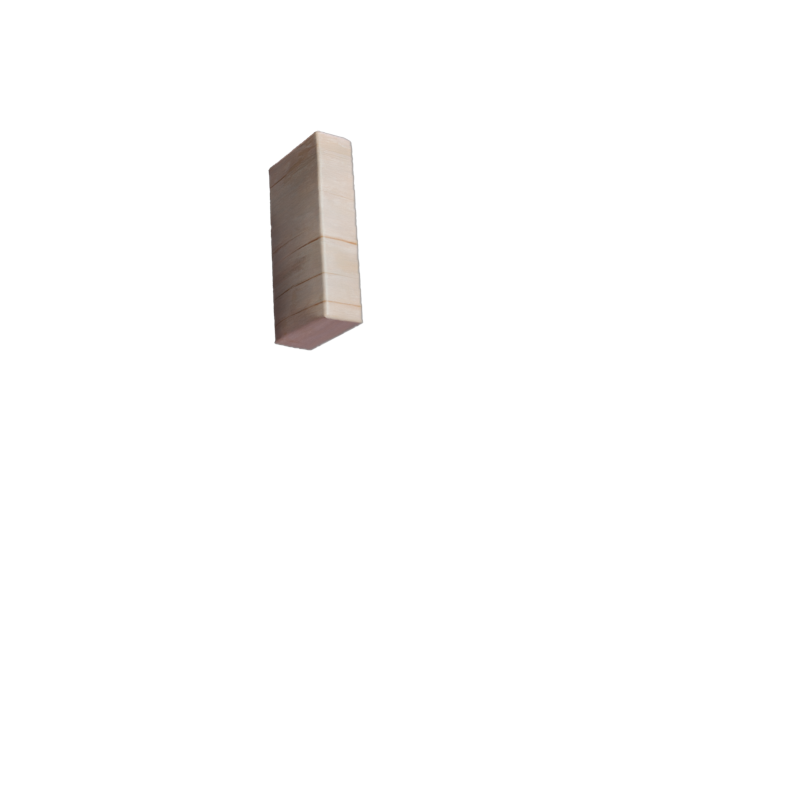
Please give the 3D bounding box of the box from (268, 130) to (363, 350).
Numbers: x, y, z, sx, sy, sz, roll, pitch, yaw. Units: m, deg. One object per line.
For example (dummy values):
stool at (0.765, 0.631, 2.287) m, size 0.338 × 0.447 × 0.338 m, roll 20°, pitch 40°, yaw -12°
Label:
box at (-0.077, -0.142, 0.994) m, size 0.046 × 0.185 × 0.093 m, roll 12°, pitch -24°, yaw -32°
